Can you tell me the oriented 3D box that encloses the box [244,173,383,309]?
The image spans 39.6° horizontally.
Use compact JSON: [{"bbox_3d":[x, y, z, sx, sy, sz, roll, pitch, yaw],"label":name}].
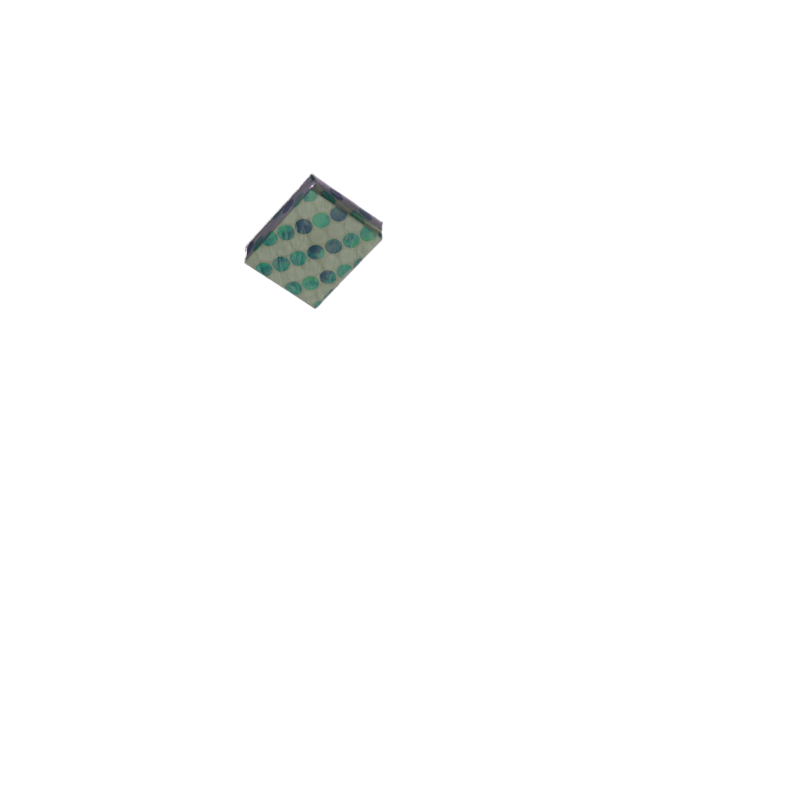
[{"bbox_3d":[-0.068,-0.125,0.876,0.070,0.088,0.032,34,28,-22],"label":"box"}]
